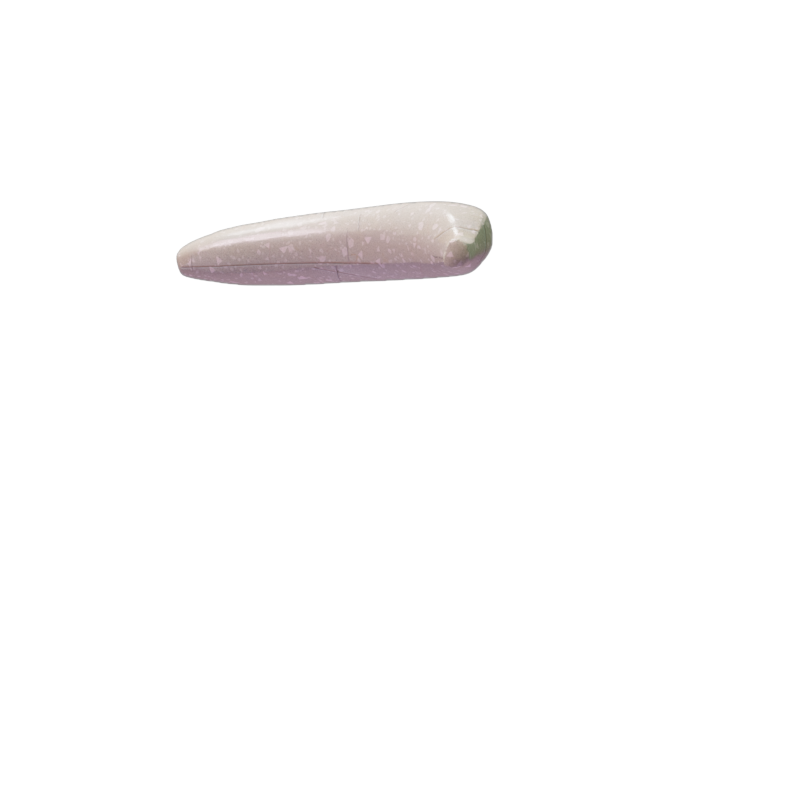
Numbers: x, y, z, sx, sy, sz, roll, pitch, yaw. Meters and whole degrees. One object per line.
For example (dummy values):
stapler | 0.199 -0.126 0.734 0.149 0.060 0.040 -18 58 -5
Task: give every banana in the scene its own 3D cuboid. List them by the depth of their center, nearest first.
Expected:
banana | -0.026 -0.076 0.536 0.205 0.037 0.067 3 3 45
